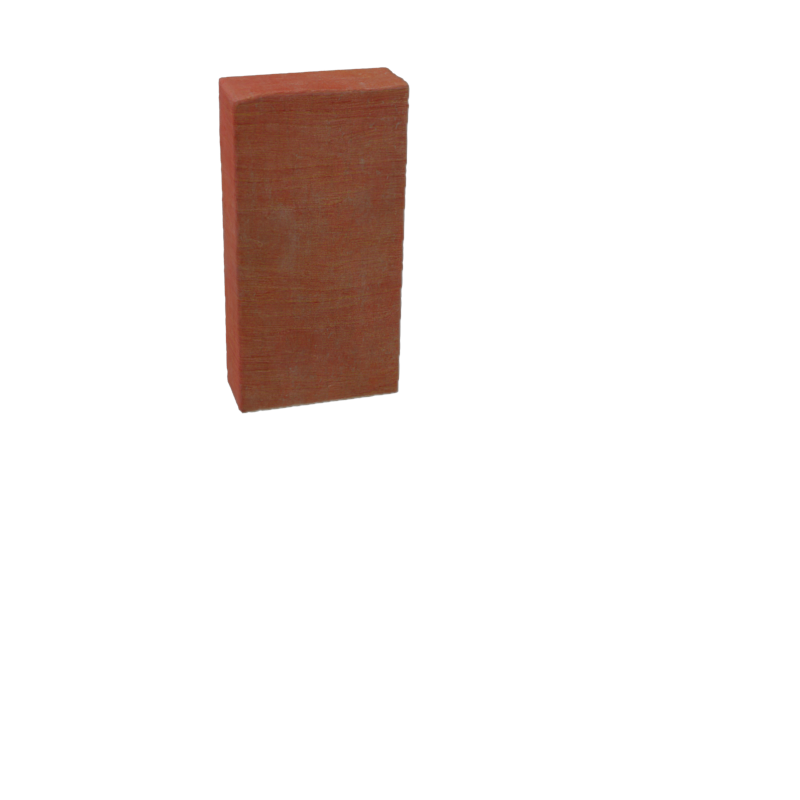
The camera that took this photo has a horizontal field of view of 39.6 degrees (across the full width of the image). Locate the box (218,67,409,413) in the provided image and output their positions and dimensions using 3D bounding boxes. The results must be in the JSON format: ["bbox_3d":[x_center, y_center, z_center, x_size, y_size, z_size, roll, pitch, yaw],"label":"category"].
[{"bbox_3d":[-0.046,-0.084,0.587,0.092,0.167,0.051,-7,28,-16],"label":"box"}]
